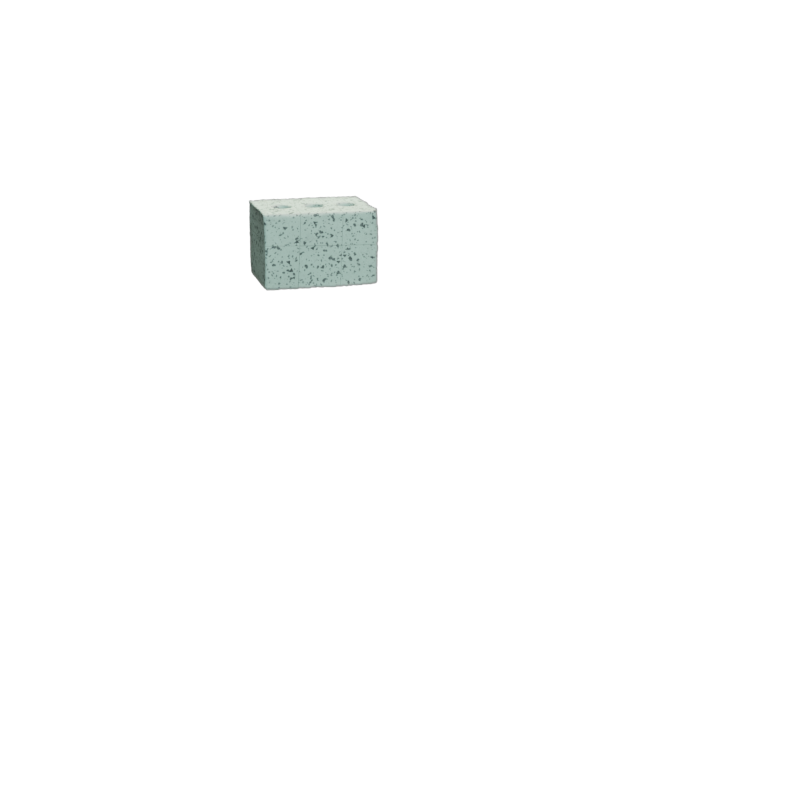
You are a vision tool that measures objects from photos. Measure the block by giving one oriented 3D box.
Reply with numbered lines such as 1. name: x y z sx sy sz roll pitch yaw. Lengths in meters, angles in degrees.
1. block: -0.058 -0.105 0.736 0.077 0.050 0.055 -4 17 -15
